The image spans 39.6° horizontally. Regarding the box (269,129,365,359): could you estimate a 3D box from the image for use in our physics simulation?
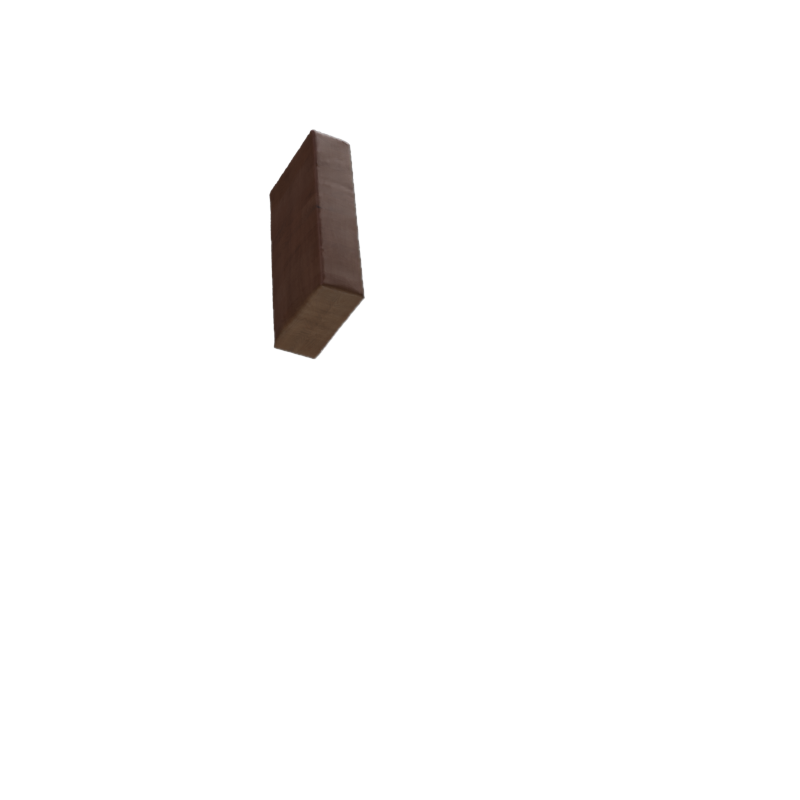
[{"bbox_3d":[-0.073,-0.133,0.934,0.046,0.189,0.091,17,-42,-24],"label":"box"}]
